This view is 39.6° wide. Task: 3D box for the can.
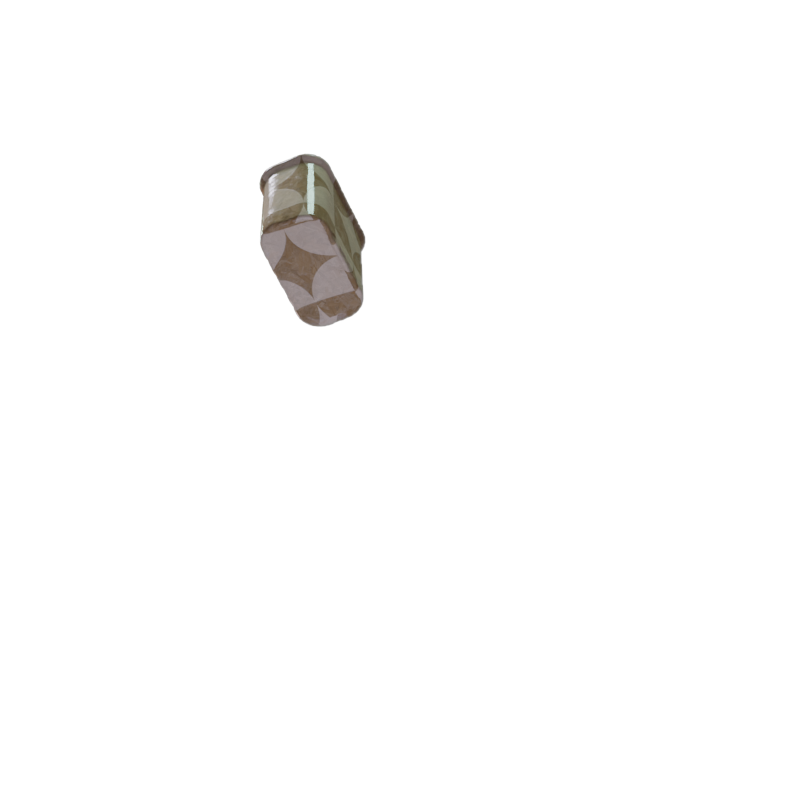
[{"bbox_3d":[-0.065,-0.118,0.825,0.058,0.095,0.090,-20,35,12],"label":"can"}]
